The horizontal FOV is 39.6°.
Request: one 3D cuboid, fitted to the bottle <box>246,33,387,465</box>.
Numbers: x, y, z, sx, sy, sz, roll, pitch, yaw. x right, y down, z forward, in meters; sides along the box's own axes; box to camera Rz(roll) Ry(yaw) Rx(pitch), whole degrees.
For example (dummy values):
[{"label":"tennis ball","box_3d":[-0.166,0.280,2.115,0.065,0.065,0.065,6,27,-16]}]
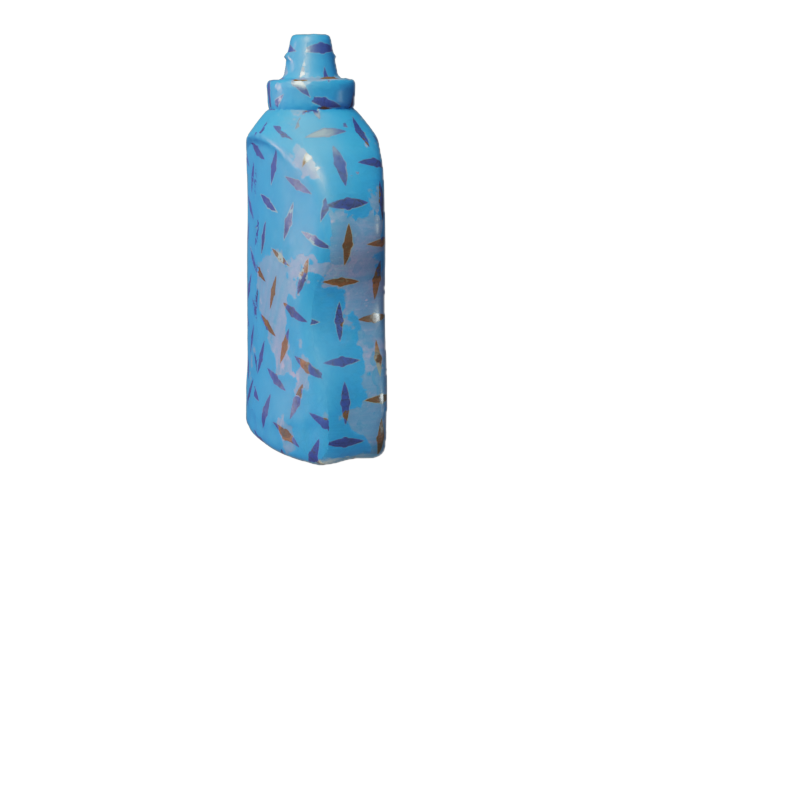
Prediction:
[{"label":"bottle","box_3d":[-0.041,-0.074,0.521,0.057,0.188,0.101,-4,11,-25]}]
